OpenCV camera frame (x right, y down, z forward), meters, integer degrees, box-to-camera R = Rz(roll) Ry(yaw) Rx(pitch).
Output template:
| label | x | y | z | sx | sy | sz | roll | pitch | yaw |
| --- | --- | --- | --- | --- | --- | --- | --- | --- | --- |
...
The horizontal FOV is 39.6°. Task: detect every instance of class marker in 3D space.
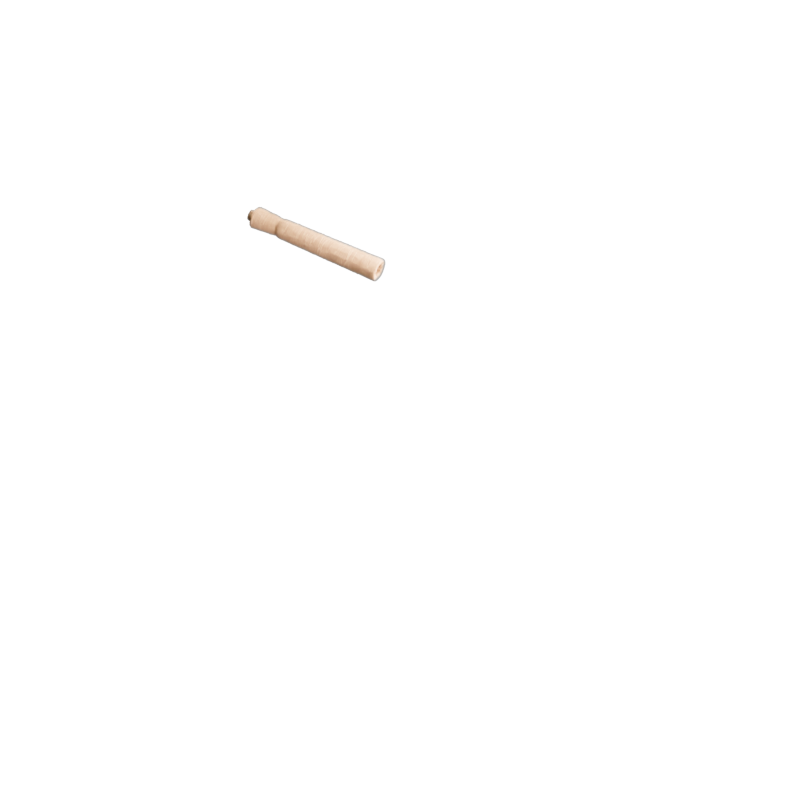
| label | x | y | z | sx | sy | sz | roll | pitch | yaw |
| --- | --- | --- | --- | --- | --- | --- | --- | --- | --- |
| marker | -0.069 | -0.125 | 0.877 | 0.126 | 0.019 | 0.019 | 26 | 13 | 21 |
